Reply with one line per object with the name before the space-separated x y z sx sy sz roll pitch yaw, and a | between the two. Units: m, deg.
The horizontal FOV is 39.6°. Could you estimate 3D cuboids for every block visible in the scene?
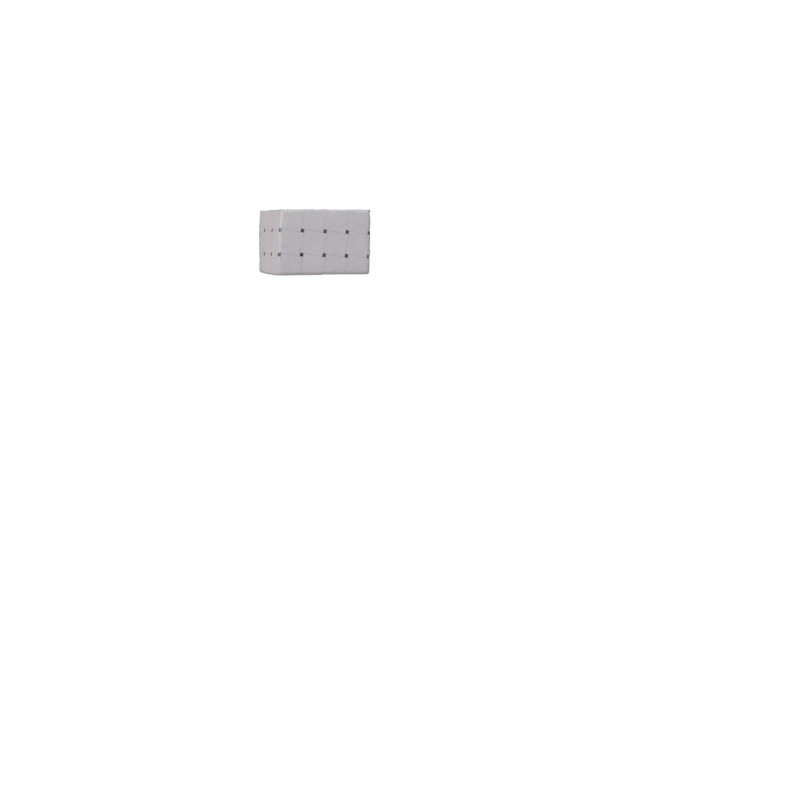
block | -0.069 -0.126 0.882 0.076 0.051 0.055 -3 6 -23
